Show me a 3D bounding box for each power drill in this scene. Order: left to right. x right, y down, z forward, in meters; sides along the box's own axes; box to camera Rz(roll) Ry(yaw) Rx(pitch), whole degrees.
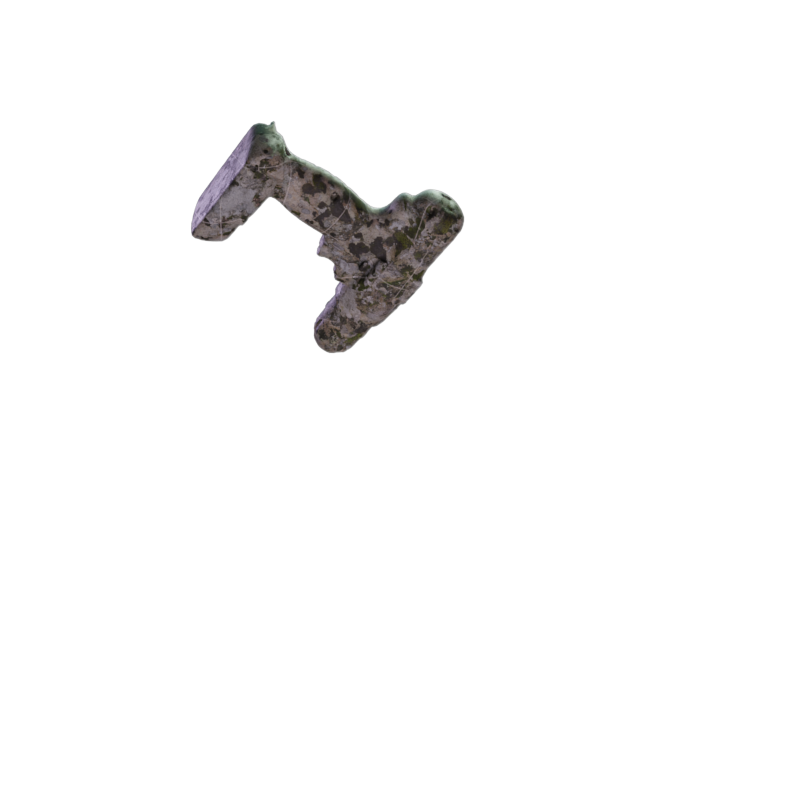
[{"bbox_3d":[-0.070,-0.128,0.895,0.180,0.062,0.179,26,-54,-22],"label":"power drill"}]
